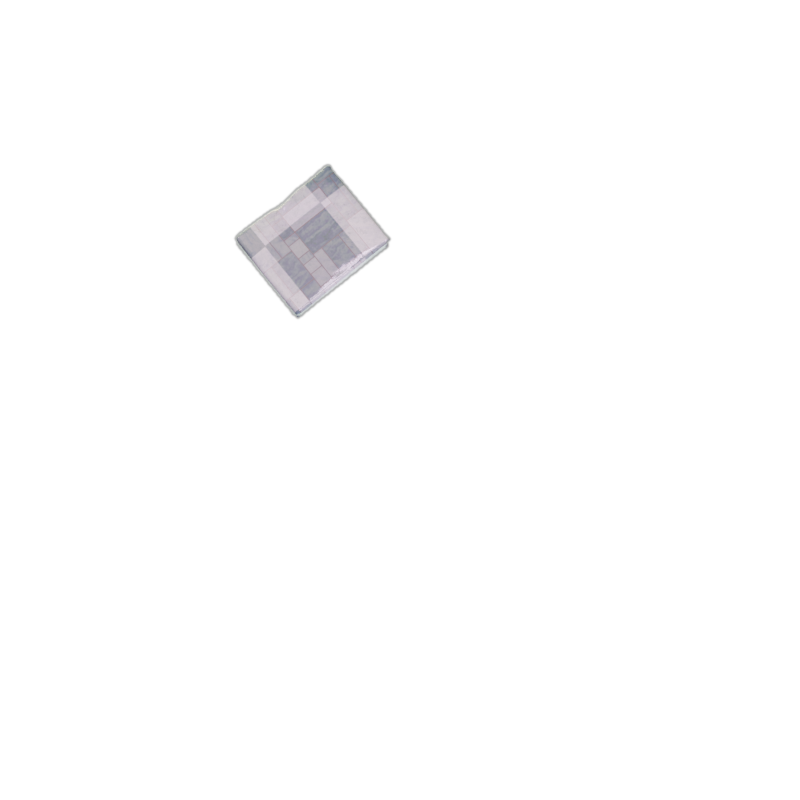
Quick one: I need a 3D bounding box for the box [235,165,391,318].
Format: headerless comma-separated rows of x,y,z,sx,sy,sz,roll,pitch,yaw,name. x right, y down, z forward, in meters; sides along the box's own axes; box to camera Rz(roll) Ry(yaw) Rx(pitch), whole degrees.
-0.063,-0.116,0.810,0.089,0.075,0.029,-39,-7,-7,box
